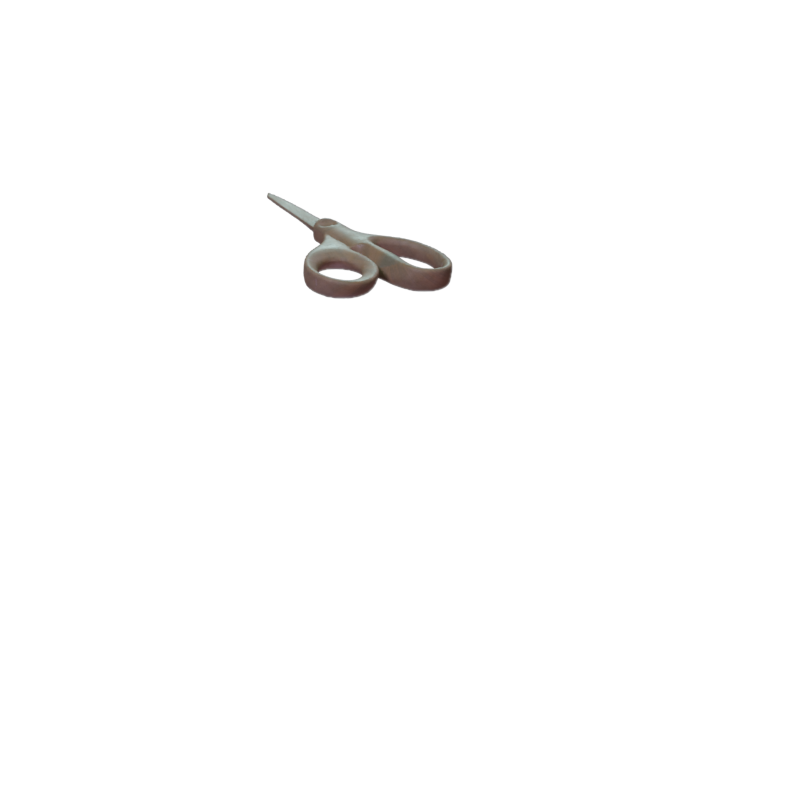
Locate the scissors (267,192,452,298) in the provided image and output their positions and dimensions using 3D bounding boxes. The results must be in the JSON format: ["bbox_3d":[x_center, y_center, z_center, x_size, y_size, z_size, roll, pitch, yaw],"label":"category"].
[{"bbox_3d":[-0.056,-0.101,0.711,0.095,0.015,0.215,-21,33,-38],"label":"scissors"}]
